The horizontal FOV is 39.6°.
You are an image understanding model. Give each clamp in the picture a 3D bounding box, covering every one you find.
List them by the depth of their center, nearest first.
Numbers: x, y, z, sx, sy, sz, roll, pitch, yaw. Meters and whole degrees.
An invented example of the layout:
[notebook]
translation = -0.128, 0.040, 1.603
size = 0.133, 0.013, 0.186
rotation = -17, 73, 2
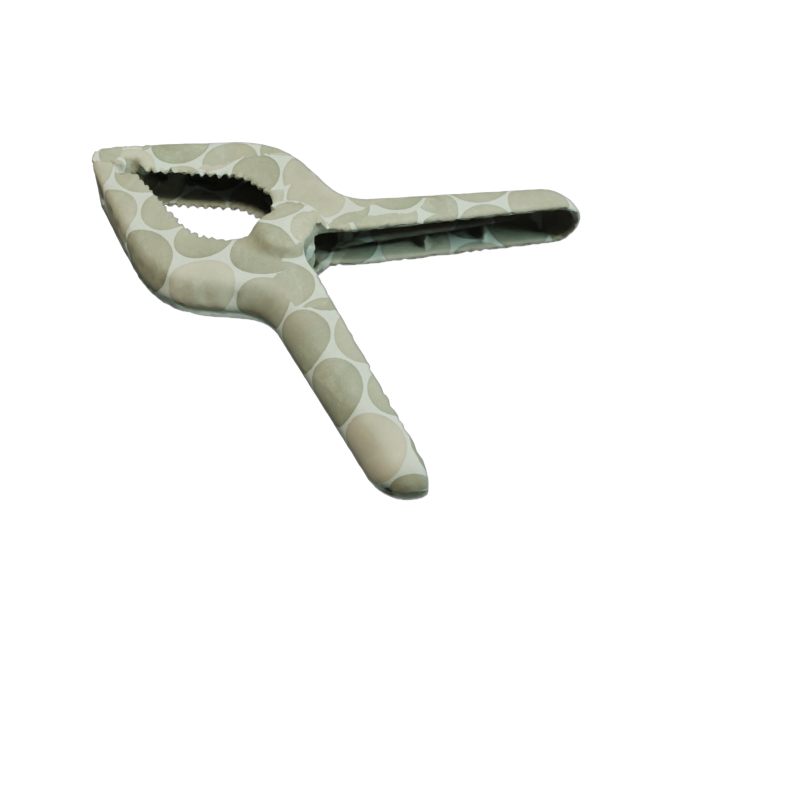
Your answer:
[clamp]
translation = -0.037, -0.068, 0.476
size = 0.221, 0.034, 0.168
rotation = 29, 55, 22
